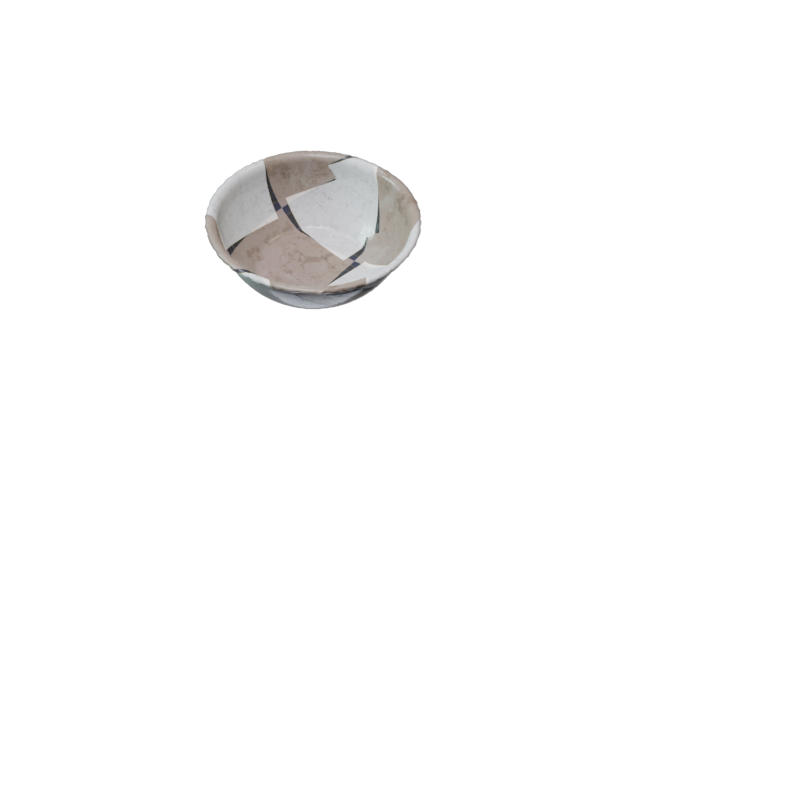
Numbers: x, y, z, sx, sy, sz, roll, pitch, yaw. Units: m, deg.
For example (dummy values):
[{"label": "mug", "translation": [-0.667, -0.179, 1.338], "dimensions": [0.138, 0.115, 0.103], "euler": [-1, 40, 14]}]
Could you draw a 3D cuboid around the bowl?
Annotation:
[{"label": "bowl", "translation": [-0.066, -0.121, 0.846], "dimensions": [0.162, 0.174, 0.051], "euler": [-1, -43, -1]}]
